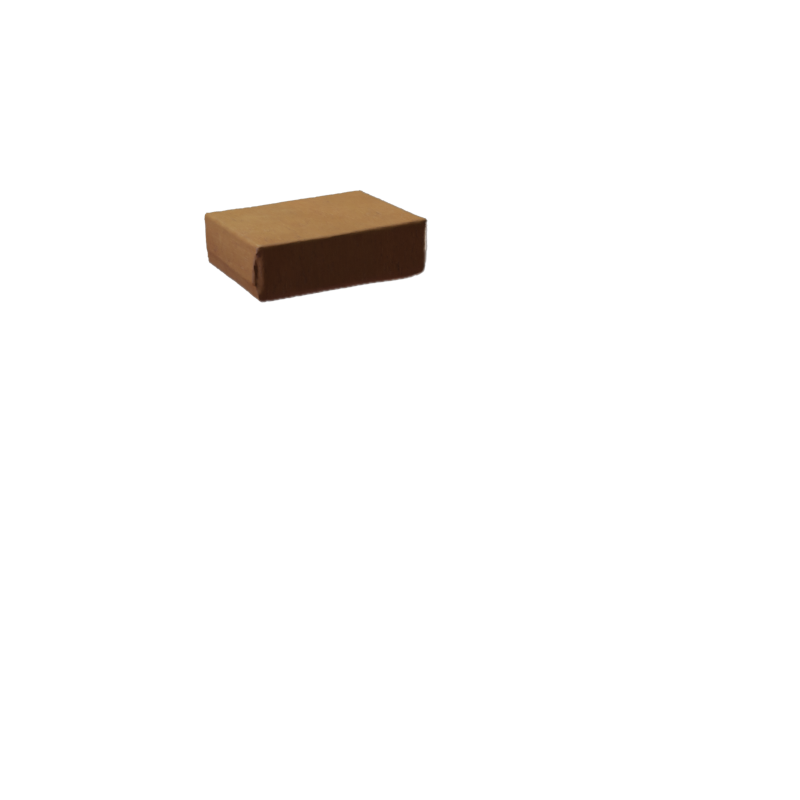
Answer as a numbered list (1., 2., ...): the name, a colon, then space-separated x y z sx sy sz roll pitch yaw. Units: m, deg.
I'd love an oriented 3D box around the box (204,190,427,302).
1. box: -0.053 -0.097 0.679 0.111 0.037 0.096 -11 25 -25
